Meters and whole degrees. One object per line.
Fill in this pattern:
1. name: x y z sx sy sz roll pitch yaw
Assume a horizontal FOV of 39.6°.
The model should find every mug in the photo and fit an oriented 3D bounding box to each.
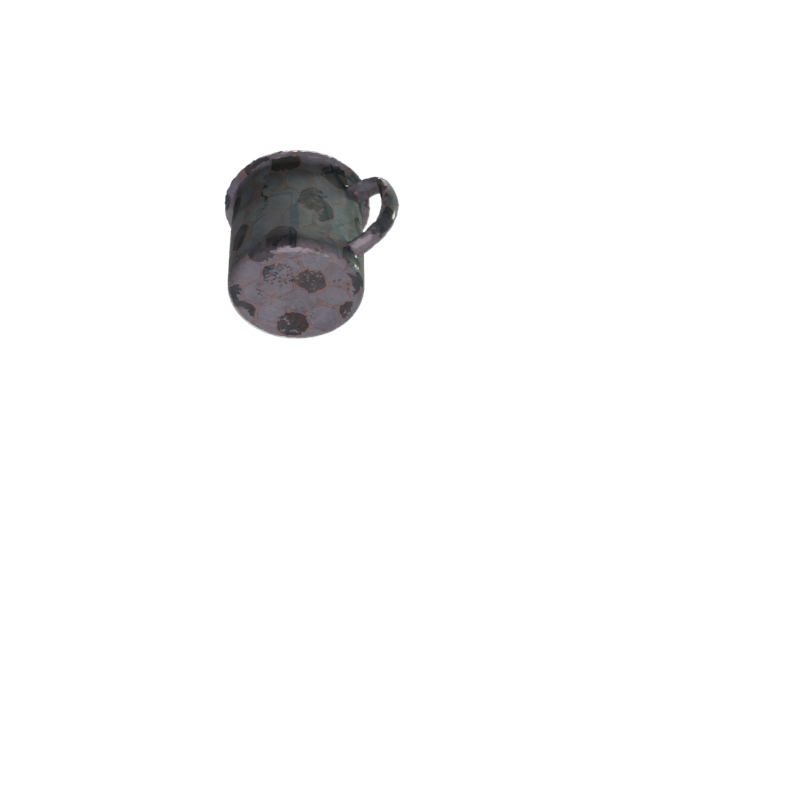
1. mug: -0.053 -0.096 0.675 0.118 0.087 0.086 -22 -48 20
